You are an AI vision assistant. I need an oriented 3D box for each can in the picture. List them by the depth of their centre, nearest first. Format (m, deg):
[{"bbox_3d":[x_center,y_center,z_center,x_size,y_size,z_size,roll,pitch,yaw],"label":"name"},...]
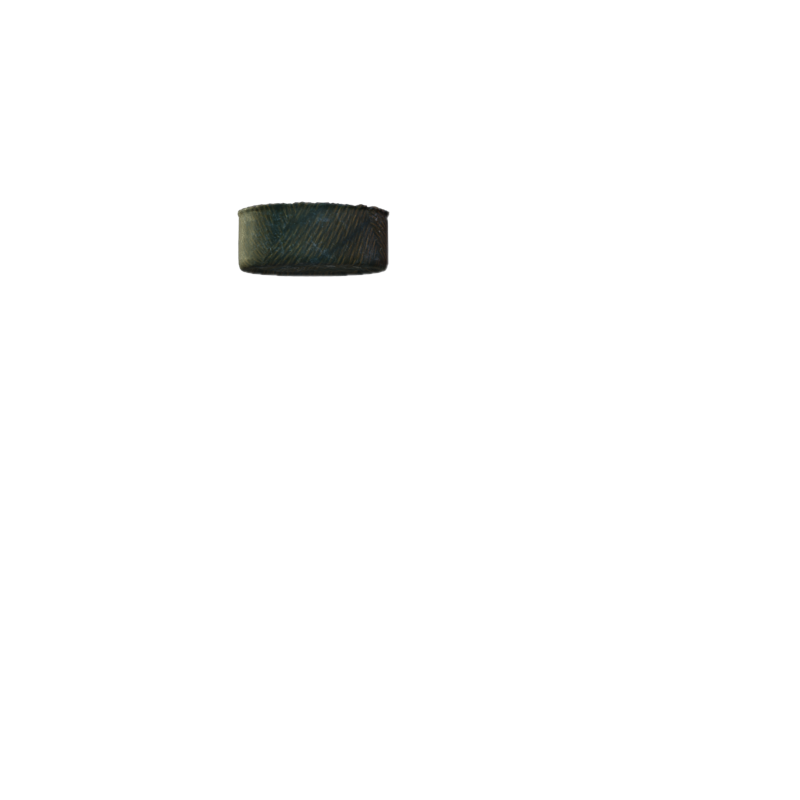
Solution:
[{"bbox_3d":[-0.049,-0.089,0.624,0.086,0.034,0.085,0,1,-2],"label":"can"}]
